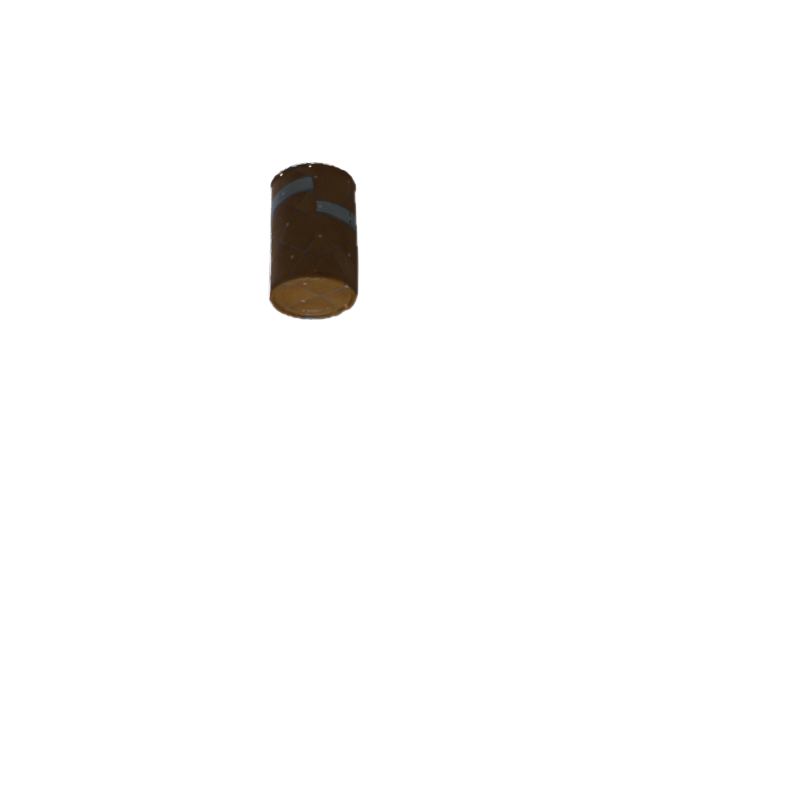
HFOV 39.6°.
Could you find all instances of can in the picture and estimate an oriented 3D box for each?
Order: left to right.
[{"bbox_3d":[-0.066,-0.121,0.849,0.068,0.109,0.064,0,-29,-2],"label":"can"}]
